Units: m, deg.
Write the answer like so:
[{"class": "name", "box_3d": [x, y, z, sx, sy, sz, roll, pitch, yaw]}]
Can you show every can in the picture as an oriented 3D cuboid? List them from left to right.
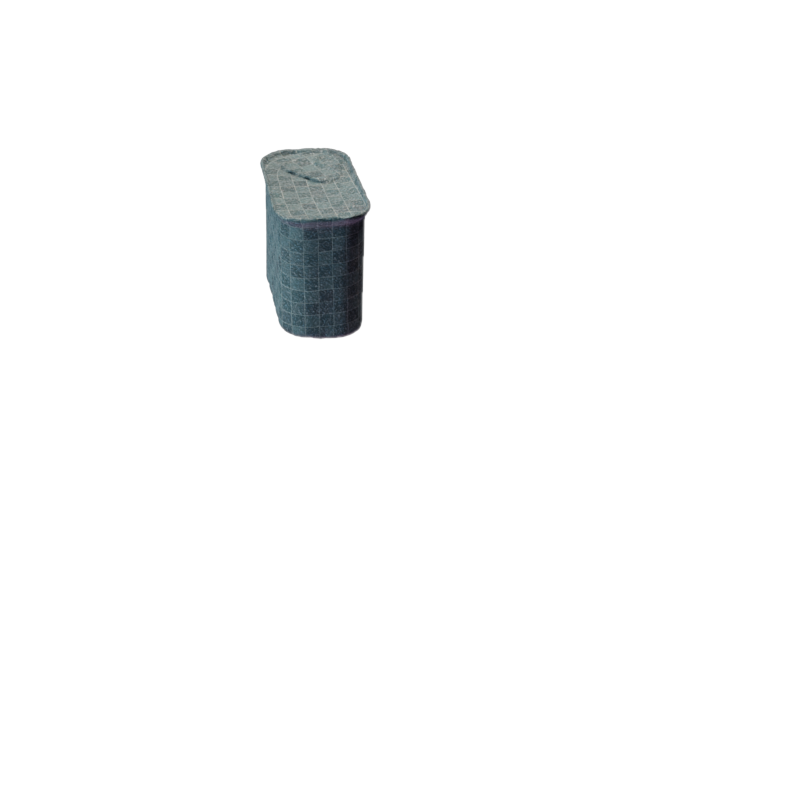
[{"class": "can", "box_3d": [-0.054, -0.098, 0.688, 0.057, 0.079, 0.109, -5, 33, -11]}]
